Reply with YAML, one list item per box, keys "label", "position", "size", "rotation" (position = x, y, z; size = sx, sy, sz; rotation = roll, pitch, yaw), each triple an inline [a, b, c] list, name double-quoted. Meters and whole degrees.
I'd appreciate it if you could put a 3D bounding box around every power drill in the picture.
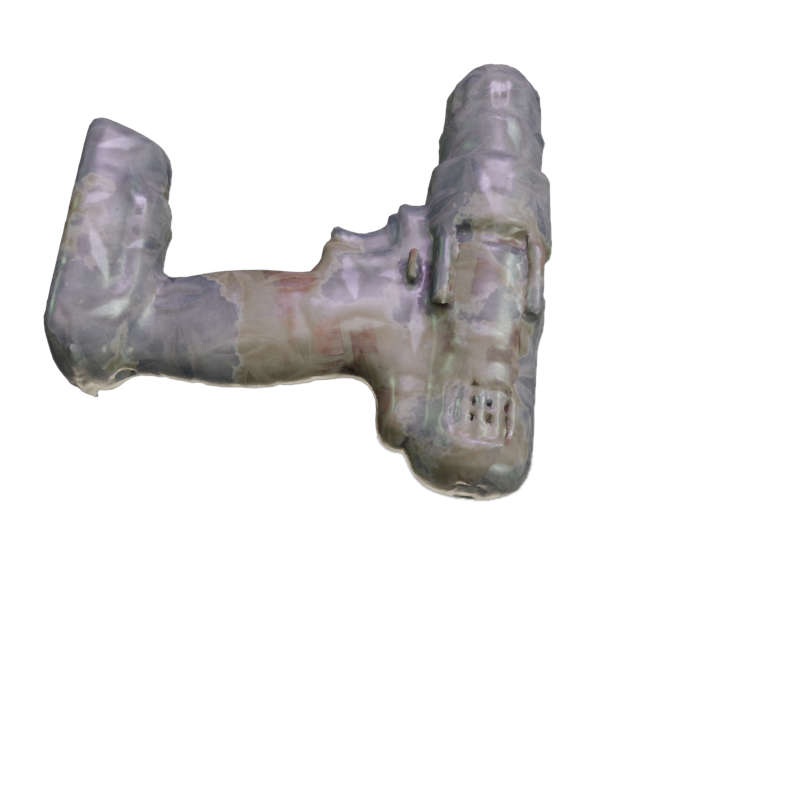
- label: "power drill"
  position: [-0.034, -0.063, 0.438]
  size: [0.188, 0.195, 0.054]
  rotation: [6, -26, 2]
